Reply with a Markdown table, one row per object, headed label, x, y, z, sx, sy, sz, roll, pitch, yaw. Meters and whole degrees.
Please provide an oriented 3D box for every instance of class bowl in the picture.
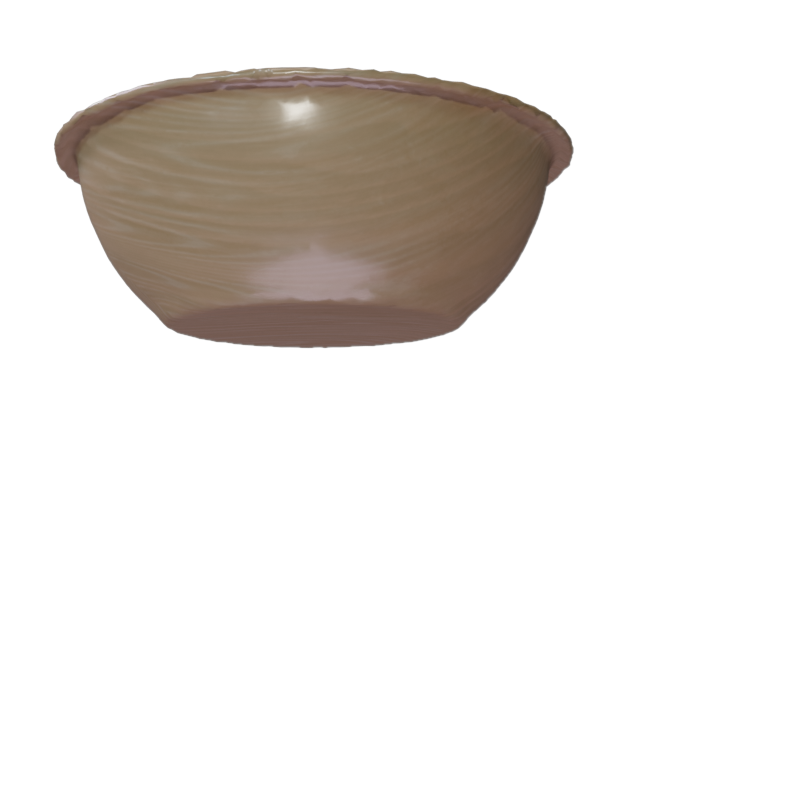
| label | x | y | z | sx | sy | sz | roll | pitch | yaw |
| --- | --- | --- | --- | --- | --- | --- | --- | --- | --- |
| bowl | -0.027 | -0.049 | 0.347 | 0.162 | 0.056 | 0.159 | 0 | -6 | -2 |
